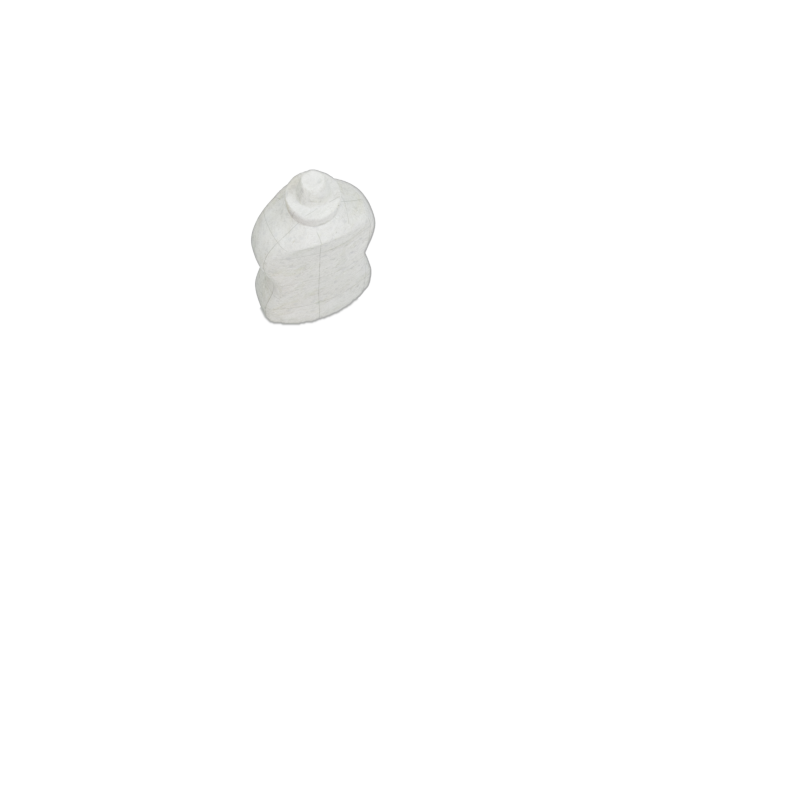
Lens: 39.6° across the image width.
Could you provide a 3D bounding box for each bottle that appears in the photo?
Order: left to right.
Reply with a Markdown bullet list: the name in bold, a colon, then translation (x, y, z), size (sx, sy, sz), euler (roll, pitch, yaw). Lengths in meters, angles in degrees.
- **bottle**: translation (-0.068, -0.123, 0.861), size (0.095, 0.062, 0.182), euler (-19, -17, -10)
